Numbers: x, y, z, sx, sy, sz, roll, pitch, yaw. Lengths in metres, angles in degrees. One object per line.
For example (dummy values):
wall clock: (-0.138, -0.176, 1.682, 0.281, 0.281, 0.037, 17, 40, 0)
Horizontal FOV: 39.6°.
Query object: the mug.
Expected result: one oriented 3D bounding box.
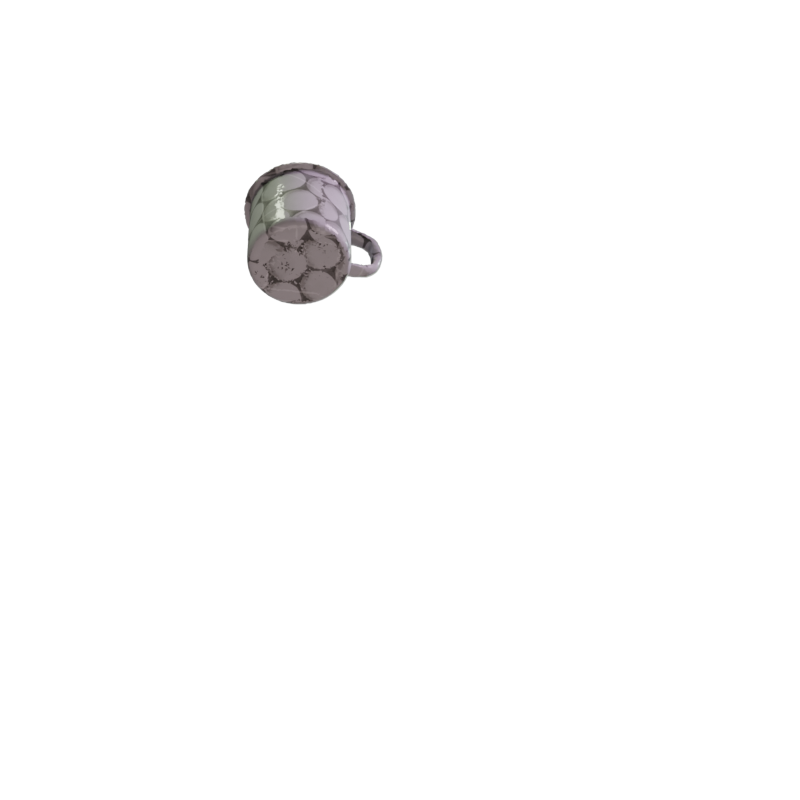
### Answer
mug: (-0.070, -0.127, 0.891, 0.114, 0.090, 0.087, 19, 34, -15)
